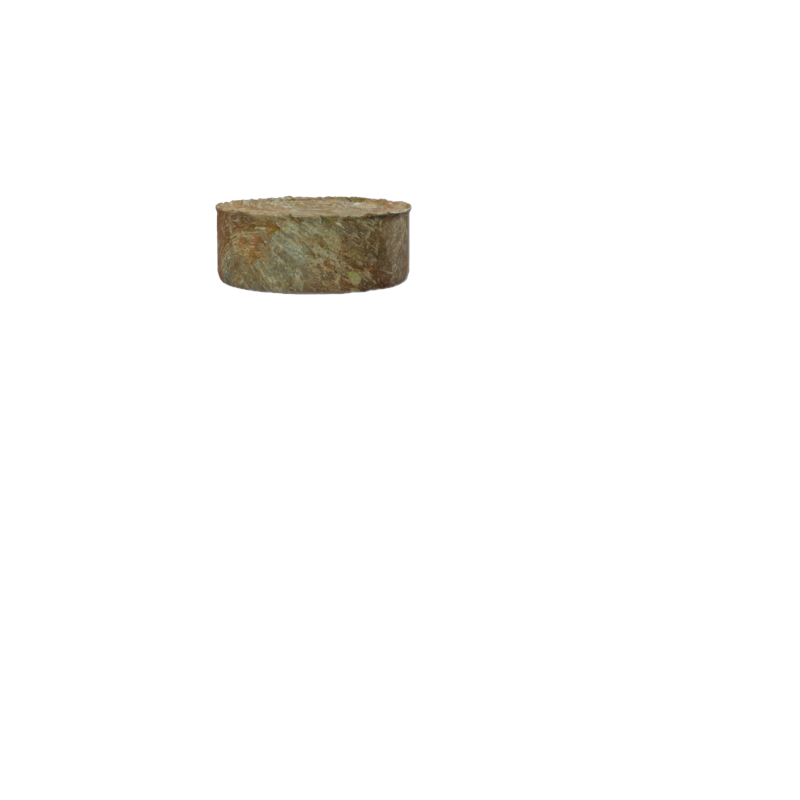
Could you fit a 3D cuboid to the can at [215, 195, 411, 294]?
[{"bbox_3d":[-0.038,-0.069,0.487,0.086,0.033,0.088,0,14,-2],"label":"can"}]
